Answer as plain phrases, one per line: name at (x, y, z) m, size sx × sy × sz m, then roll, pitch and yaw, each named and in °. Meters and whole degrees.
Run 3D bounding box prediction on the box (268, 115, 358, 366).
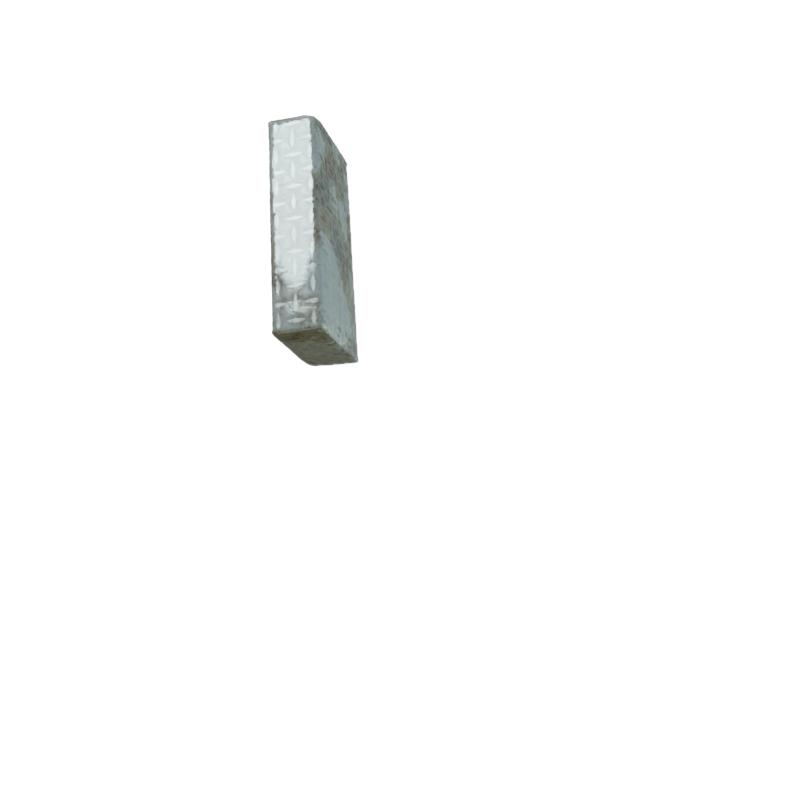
box at (-0.067, -0.123, 0.858) m, size 0.049 × 0.185 × 0.087 m, roll -7°, pitch -21°, yaw 14°
